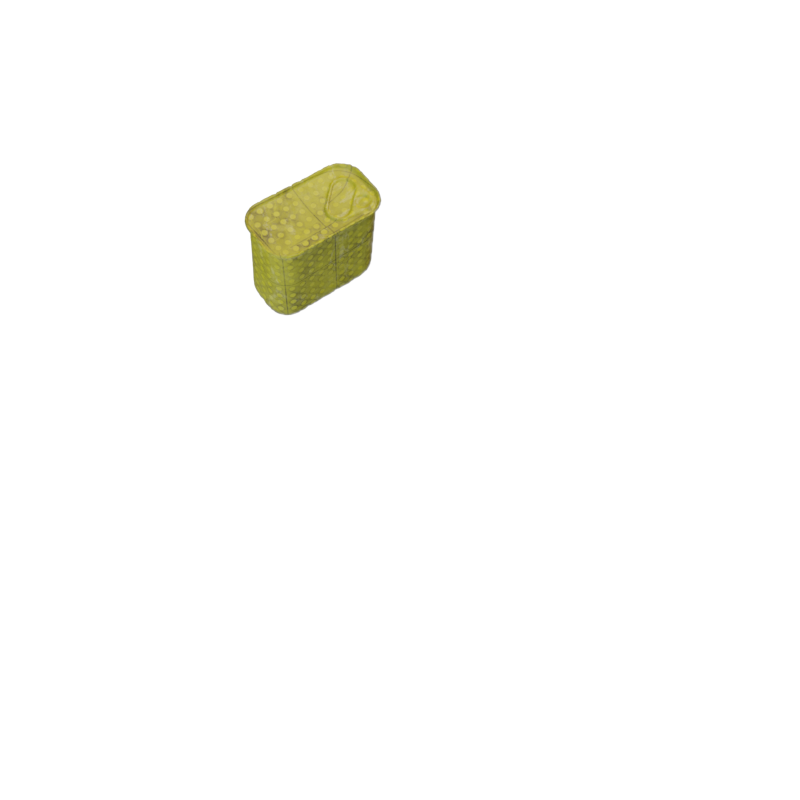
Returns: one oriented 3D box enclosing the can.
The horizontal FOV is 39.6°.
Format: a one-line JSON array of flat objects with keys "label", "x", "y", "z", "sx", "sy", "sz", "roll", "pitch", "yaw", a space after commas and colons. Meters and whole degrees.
[{"label": "can", "x": -0.067, "y": -0.123, "z": 0.858, "sx": 0.102, "sy": 0.061, "sz": 0.078, "roll": -31, "pitch": -26, "yaw": -20}]
